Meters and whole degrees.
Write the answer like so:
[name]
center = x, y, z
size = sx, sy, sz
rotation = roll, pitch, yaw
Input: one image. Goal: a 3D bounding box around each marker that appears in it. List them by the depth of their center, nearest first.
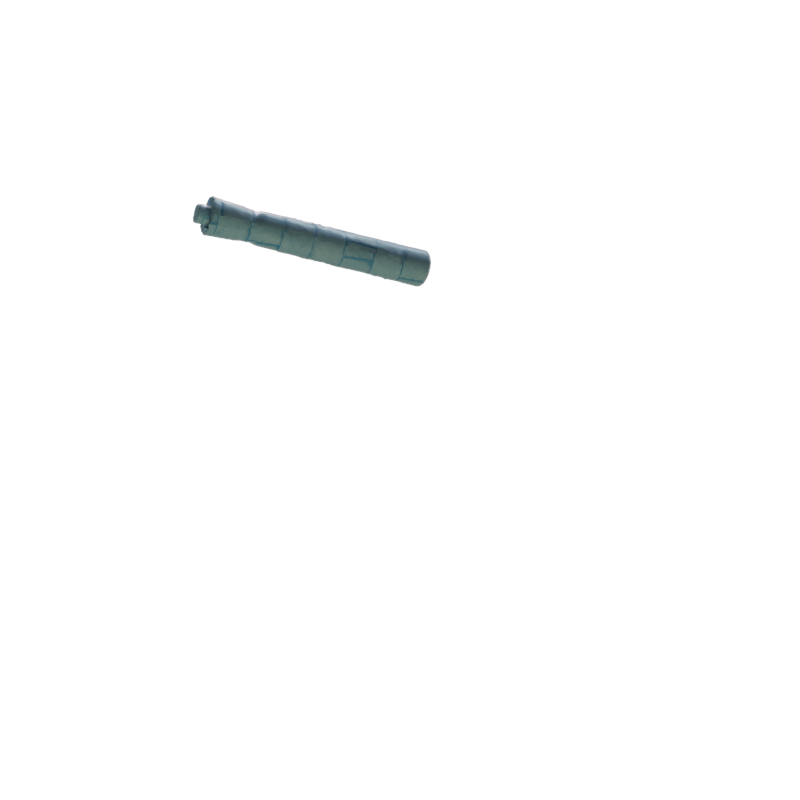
[marker]
center = -0.042, -0.077, 0.541
size = 0.117, 0.020, 0.020
rotation = 11, 0, -20
